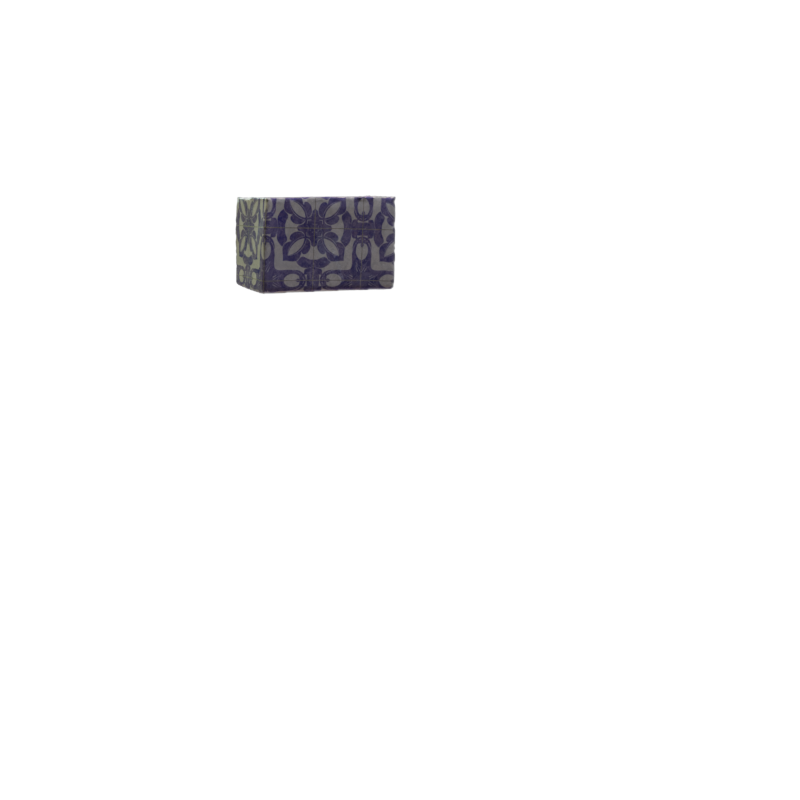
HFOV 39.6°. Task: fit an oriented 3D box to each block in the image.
[{"bbox_3d":[-0.048,-0.088,0.616,0.076,0.051,0.055,-4,9,-24],"label":"block"}]
